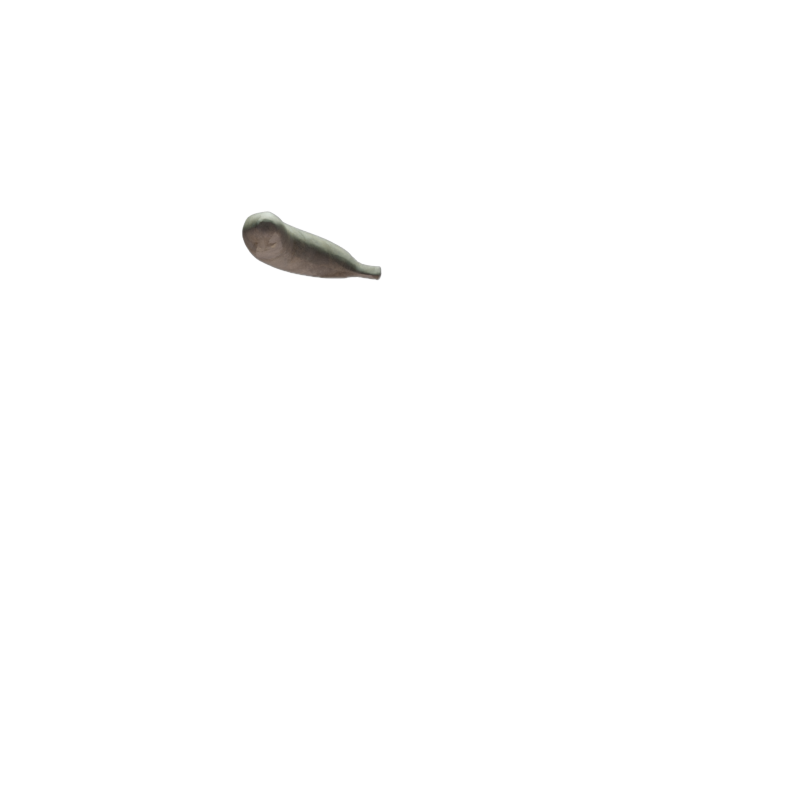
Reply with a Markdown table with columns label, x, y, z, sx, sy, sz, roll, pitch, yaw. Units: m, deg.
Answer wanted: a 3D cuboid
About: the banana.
| label | x | y | z | sx | sy | sz | roll | pitch | yaw |
| --- | --- | --- | --- | --- | --- | --- | --- | --- | --- |
| banana | -0.086 | -0.129 | 0.923 | 0.071 | 0.037 | 0.189 | -3 | -5 | 26 |
